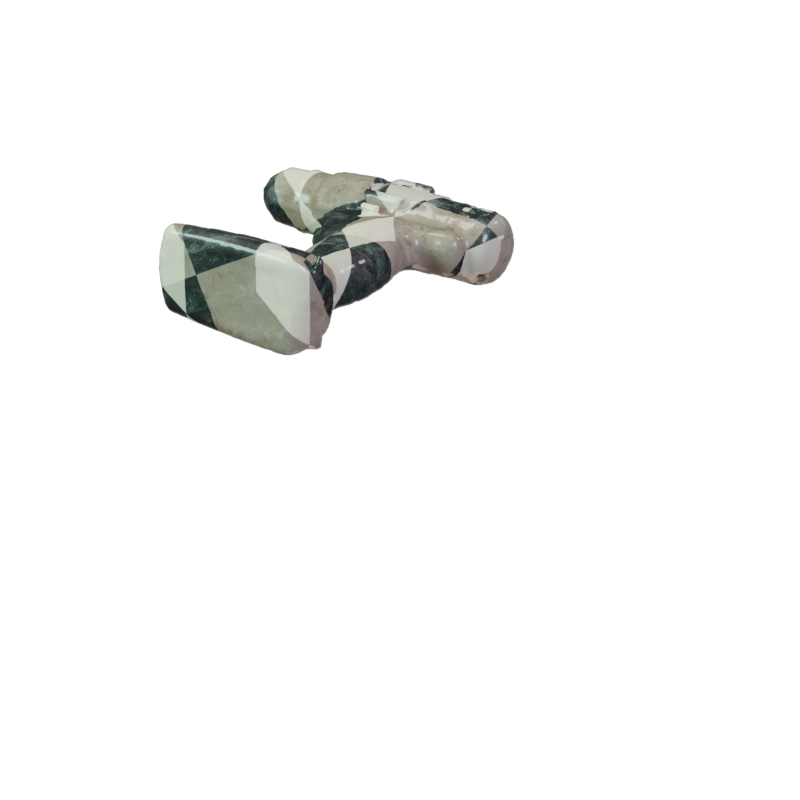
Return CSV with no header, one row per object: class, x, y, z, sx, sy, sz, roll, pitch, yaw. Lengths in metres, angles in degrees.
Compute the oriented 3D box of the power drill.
power drill,-0.052,-0.094,0.661,0.194,0.055,0.187,18,30,33
